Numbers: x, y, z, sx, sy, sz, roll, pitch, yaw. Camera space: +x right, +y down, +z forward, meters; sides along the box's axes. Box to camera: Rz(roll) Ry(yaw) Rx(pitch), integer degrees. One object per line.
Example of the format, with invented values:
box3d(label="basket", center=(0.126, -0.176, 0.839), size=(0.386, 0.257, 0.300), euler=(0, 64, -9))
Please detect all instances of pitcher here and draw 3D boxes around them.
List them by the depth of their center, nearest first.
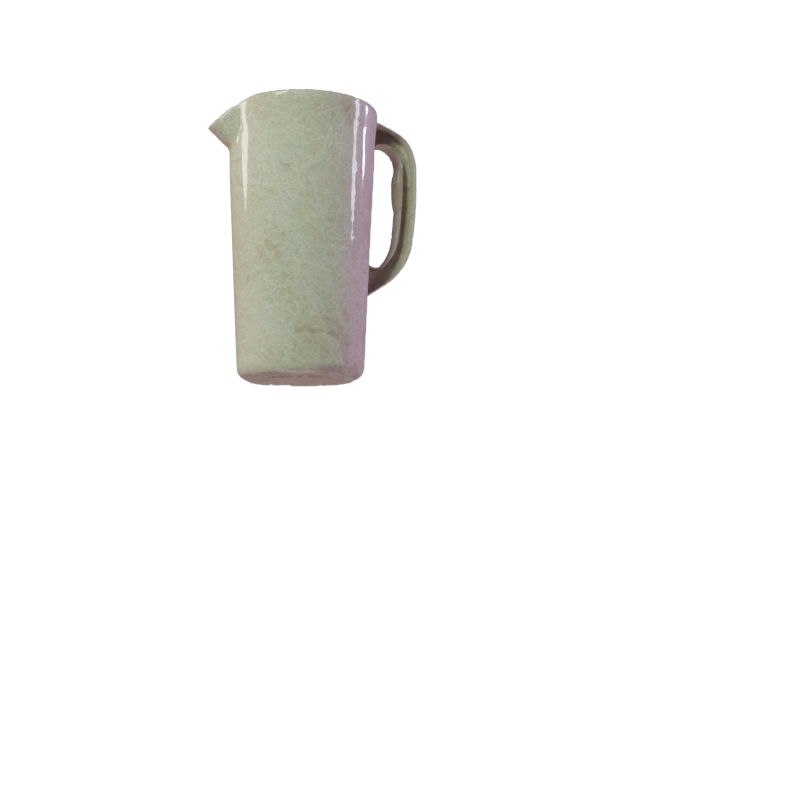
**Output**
box3d(label="pitcher", center=(-0.075, -0.137, 0.960), size=(0.153, 0.250, 0.138), euler=(-5, -11, 23))
